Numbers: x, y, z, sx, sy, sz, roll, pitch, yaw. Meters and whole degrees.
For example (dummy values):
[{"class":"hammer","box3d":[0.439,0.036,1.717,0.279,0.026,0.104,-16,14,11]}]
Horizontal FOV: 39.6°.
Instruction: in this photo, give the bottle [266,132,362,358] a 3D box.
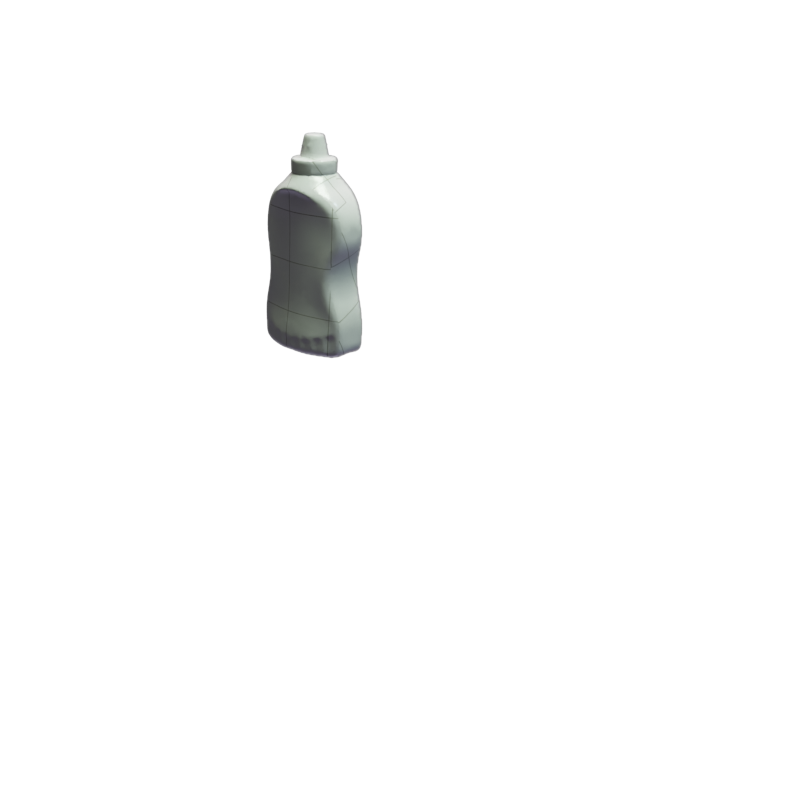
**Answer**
[{"class":"bottle","box3d":[-0.076,-0.140,0.979,0.057,0.185,0.102,-13,21,-43]}]
